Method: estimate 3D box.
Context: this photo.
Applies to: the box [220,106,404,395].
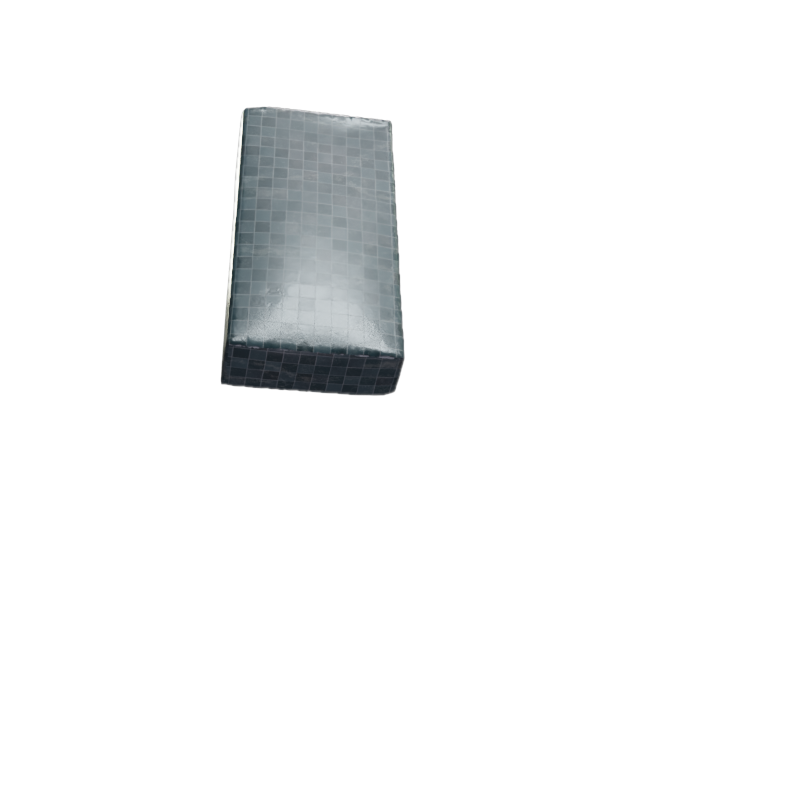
[{"bbox_3d":[-0.049,-0.089,0.621,0.092,0.189,0.045,3,-36,-8],"label":"box"}]
